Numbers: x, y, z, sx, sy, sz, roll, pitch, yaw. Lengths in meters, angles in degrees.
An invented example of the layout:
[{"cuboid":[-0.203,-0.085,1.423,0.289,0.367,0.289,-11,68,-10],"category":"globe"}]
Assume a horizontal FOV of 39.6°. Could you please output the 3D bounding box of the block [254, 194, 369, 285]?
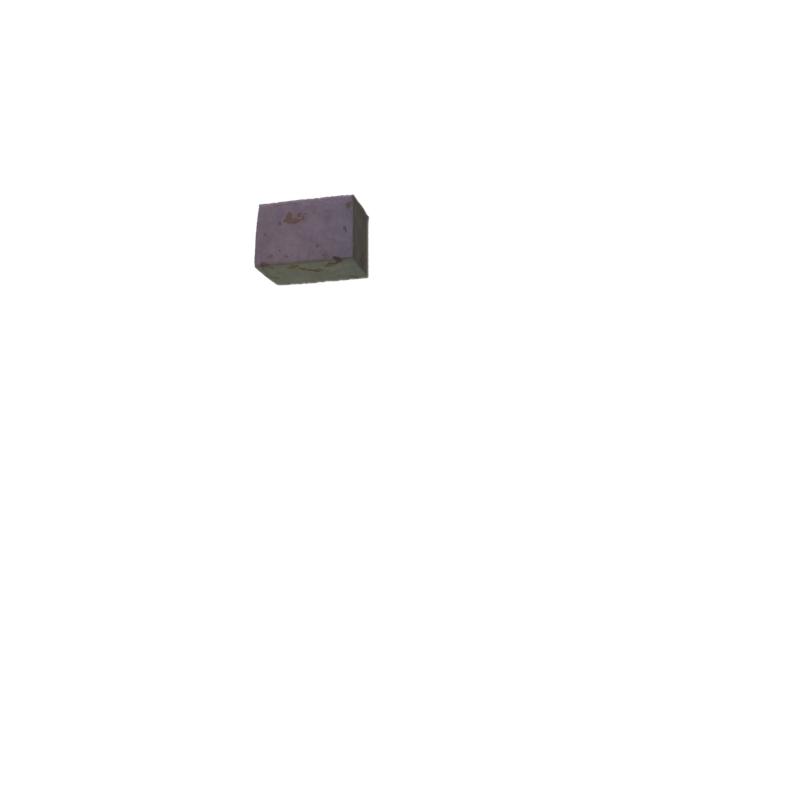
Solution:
[{"cuboid":[-0.067,-0.121,0.849,0.079,0.053,0.050,-4,-15,14],"category":"block"}]
